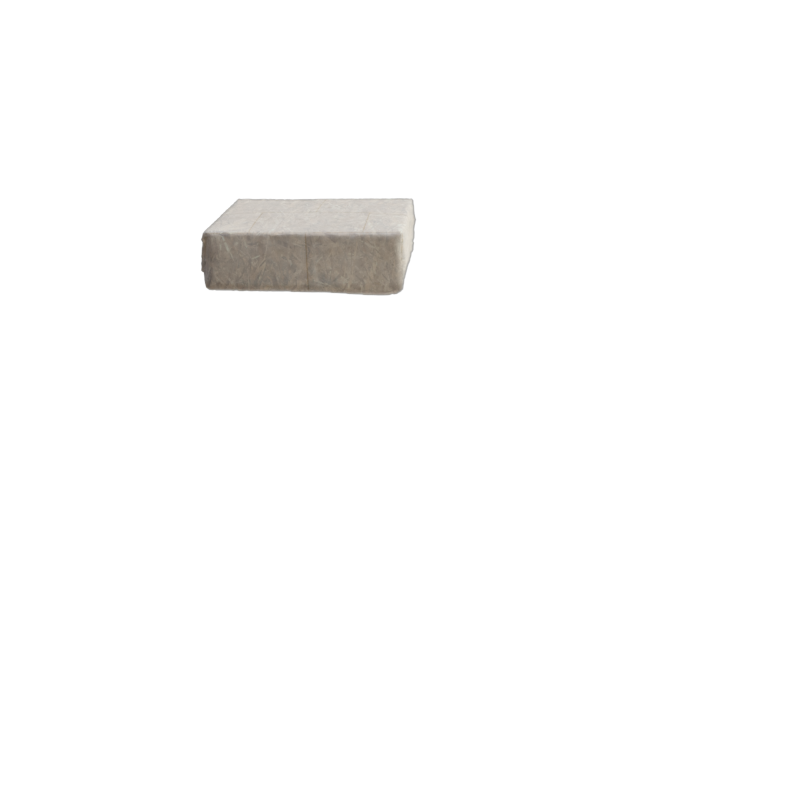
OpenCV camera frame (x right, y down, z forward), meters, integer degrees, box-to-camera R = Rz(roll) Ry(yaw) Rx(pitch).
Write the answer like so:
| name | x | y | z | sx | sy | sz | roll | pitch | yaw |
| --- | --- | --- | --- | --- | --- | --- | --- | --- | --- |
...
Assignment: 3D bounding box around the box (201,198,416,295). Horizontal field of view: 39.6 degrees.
| name | x | y | z | sx | sy | sz | roll | pitch | yaw |
| --- | --- | --- | --- | --- | --- | --- | --- | --- | --- |
| box | -0.050 | -0.092 | 0.642 | 0.115 | 0.037 | 0.093 | 3 | 22 | 6 |
